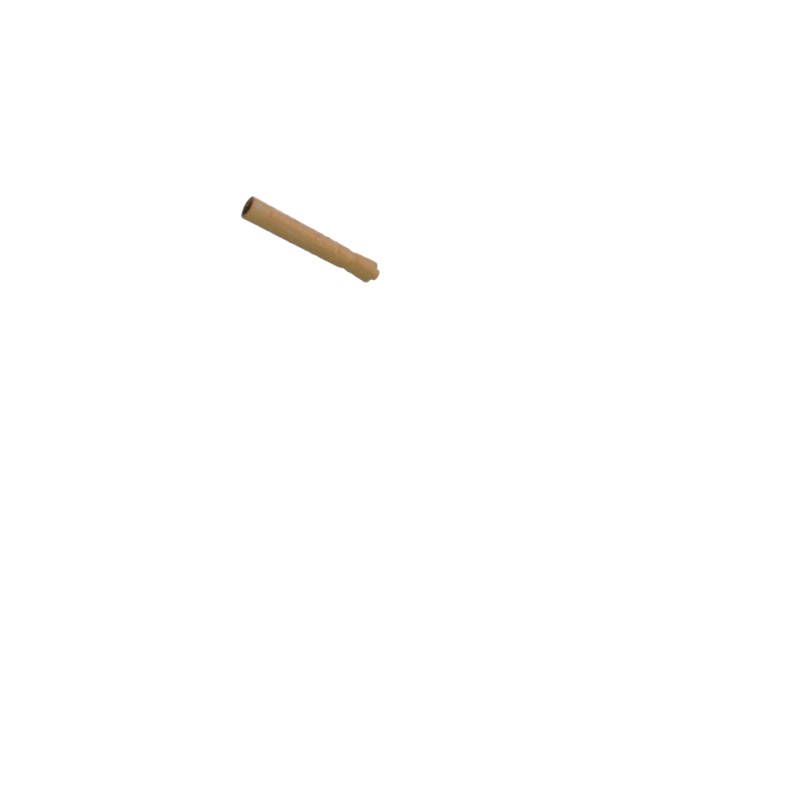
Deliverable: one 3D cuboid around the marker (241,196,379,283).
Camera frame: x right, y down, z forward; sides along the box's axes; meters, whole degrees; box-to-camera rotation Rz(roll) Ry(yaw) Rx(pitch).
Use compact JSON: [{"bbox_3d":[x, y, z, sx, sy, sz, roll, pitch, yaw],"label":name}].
[{"bbox_3d":[-0.067,-0.123,0.861,0.116,0.020,0.020,26,-7,-20],"label":"marker"}]
